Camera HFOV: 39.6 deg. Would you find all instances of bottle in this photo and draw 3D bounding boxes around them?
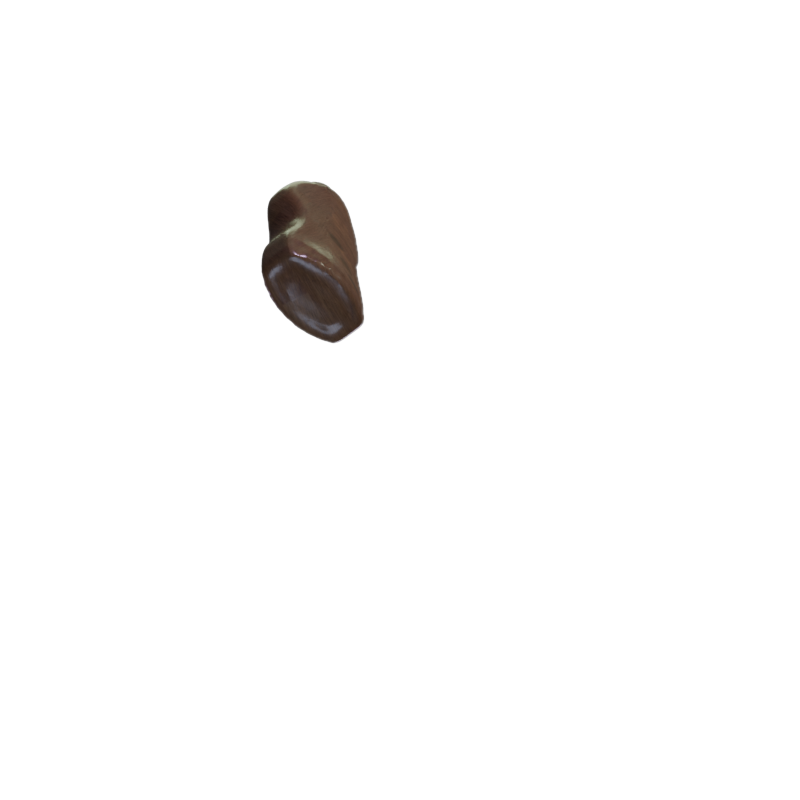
[{"bbox_3d":[-0.075,-0.137,0.960,0.058,0.091,0.205,-38,29,21],"label":"bottle"}]
